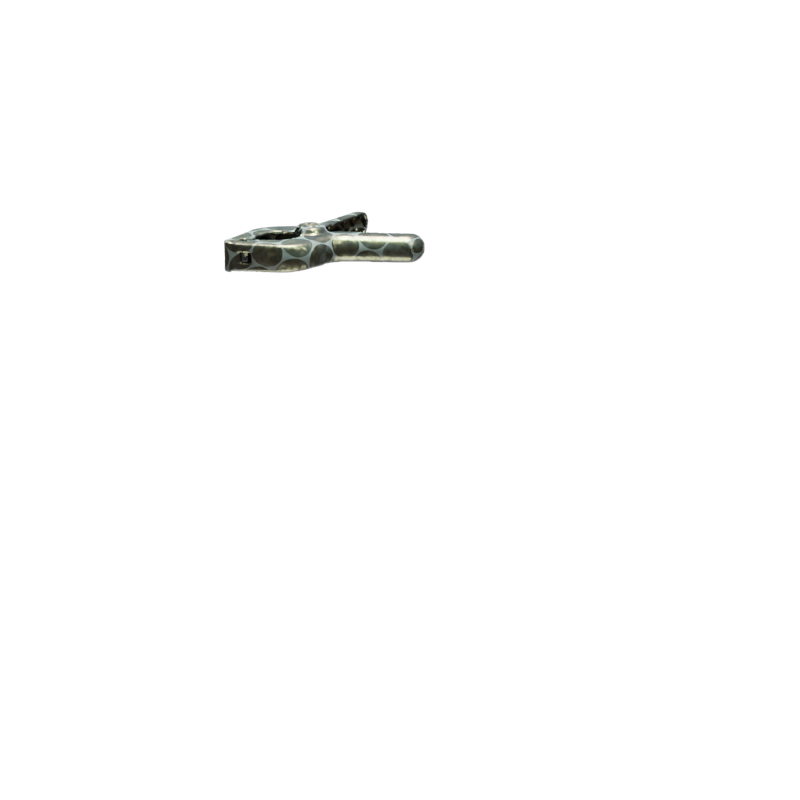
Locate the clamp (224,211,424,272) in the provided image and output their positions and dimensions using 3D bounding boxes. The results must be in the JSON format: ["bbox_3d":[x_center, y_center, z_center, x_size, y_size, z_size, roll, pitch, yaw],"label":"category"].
[{"bbox_3d":[-0.077,-0.141,0.985,0.168,0.038,0.126,-5,16,-17],"label":"clamp"}]
